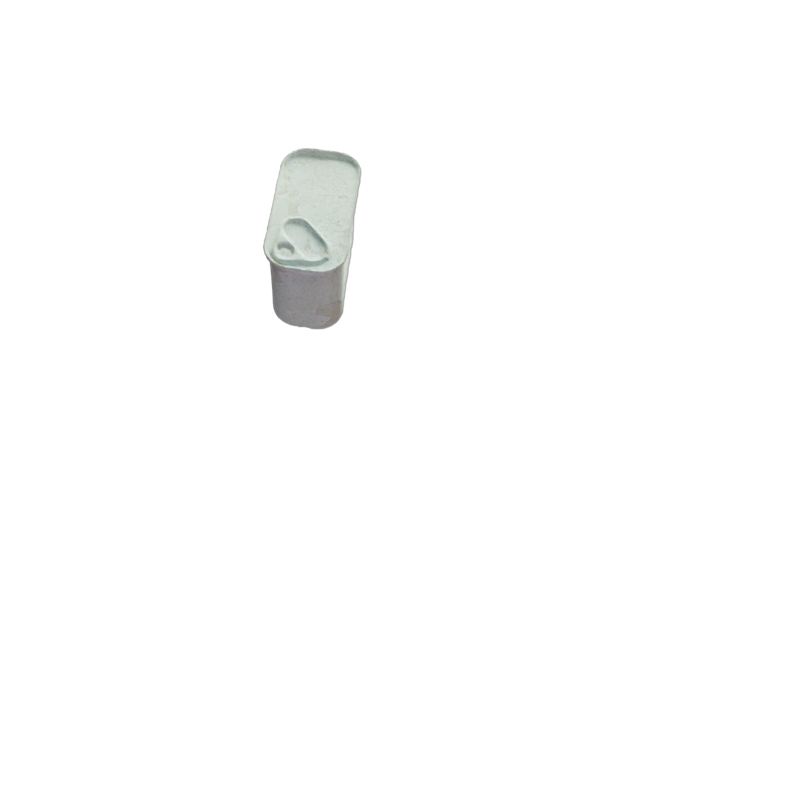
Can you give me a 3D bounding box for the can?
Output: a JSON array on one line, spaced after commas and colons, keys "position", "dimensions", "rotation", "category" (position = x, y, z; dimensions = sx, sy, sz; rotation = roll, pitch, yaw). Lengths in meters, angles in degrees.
[{"position": [-0.062, -0.112, 0.786], "dimensions": [0.058, 0.108, 0.079], "rotation": [7, -30, 1], "category": "can"}]
